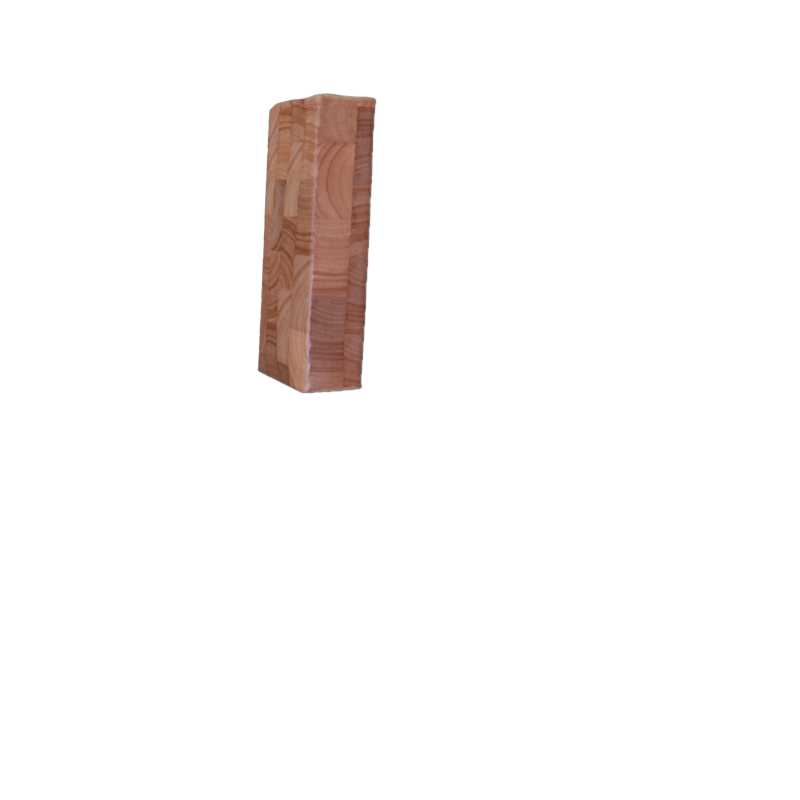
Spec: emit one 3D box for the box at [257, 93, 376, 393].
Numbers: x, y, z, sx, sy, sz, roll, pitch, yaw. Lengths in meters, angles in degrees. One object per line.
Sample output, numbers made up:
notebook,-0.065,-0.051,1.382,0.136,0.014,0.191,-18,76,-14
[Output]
box,-0.054,-0.099,0.691,0.047,0.175,0.096,-1,4,-24
